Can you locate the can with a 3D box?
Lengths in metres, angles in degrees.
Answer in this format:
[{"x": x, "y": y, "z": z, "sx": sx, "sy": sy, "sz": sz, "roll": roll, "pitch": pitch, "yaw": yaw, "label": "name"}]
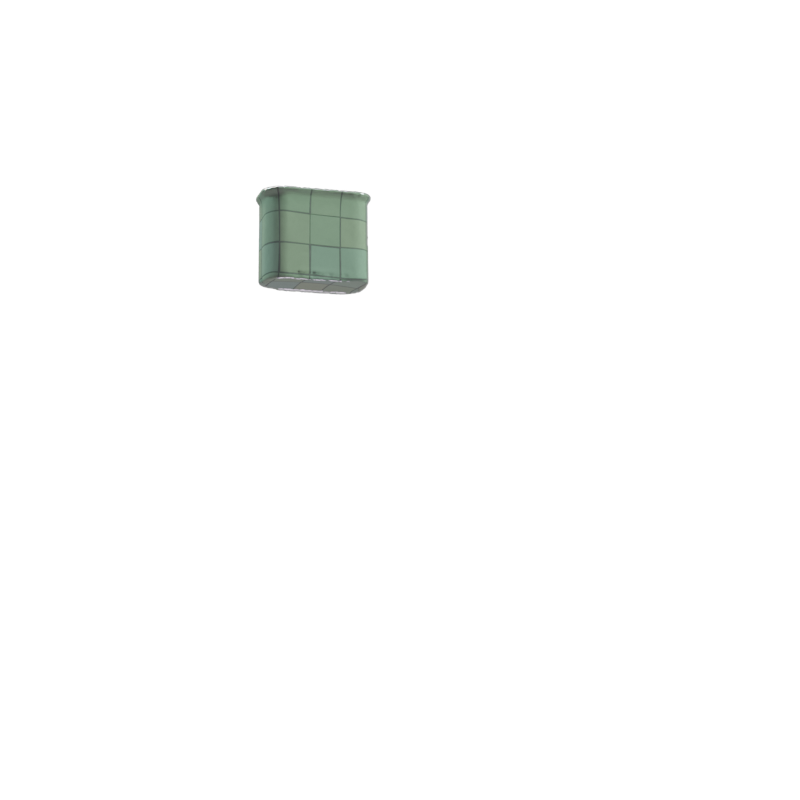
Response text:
[{"x": -0.078, "y": -0.143, "z": 0.999, "sx": 0.100, "sy": 0.087, "sz": 0.057, "roll": 3, "pitch": -13, "yaw": -17, "label": "can"}]
